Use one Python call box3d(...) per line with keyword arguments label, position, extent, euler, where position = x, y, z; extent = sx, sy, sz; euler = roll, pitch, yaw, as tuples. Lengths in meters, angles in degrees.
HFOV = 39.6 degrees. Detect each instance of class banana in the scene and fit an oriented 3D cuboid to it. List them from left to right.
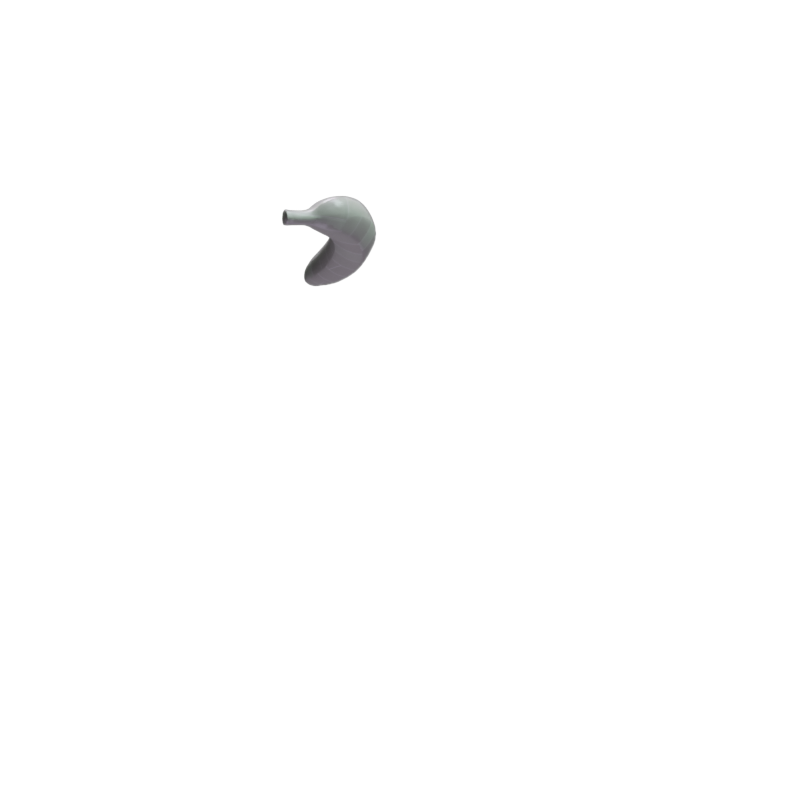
box3d(label="banana", position=(-0.055, -0.134, 0.928), extent=(0.070, 0.038, 0.190), euler=(-1, -11, 1))
